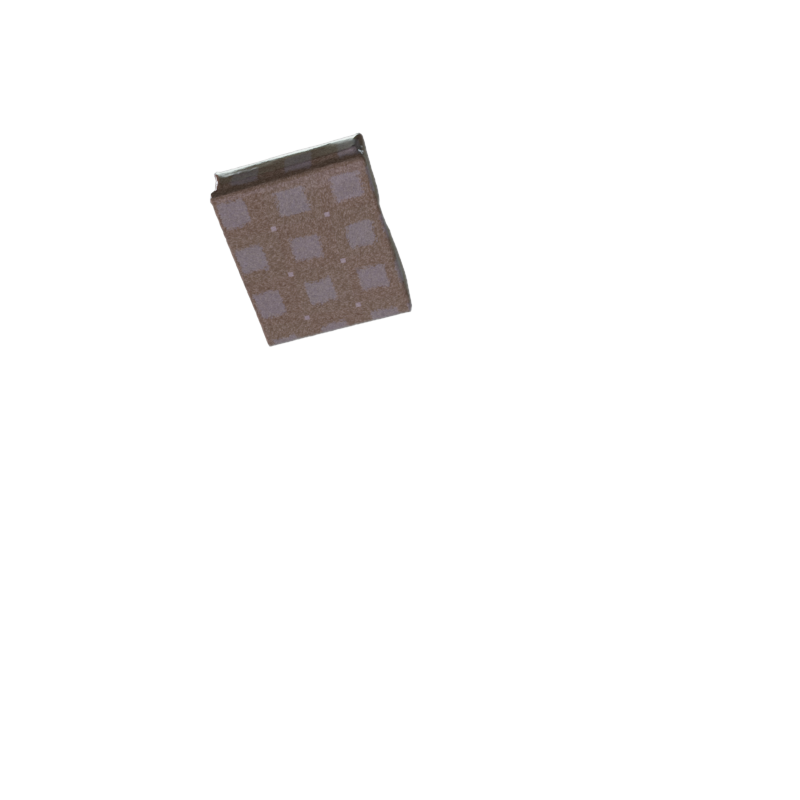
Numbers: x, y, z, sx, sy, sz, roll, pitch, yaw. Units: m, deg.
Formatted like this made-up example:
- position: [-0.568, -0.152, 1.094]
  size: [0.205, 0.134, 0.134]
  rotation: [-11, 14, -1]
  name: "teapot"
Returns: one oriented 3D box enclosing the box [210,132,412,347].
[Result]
- position: [-0.041, -0.075, 0.526]
  size: [0.073, 0.083, 0.032]
  rotation: [-14, 31, 8]
  name: "box"
